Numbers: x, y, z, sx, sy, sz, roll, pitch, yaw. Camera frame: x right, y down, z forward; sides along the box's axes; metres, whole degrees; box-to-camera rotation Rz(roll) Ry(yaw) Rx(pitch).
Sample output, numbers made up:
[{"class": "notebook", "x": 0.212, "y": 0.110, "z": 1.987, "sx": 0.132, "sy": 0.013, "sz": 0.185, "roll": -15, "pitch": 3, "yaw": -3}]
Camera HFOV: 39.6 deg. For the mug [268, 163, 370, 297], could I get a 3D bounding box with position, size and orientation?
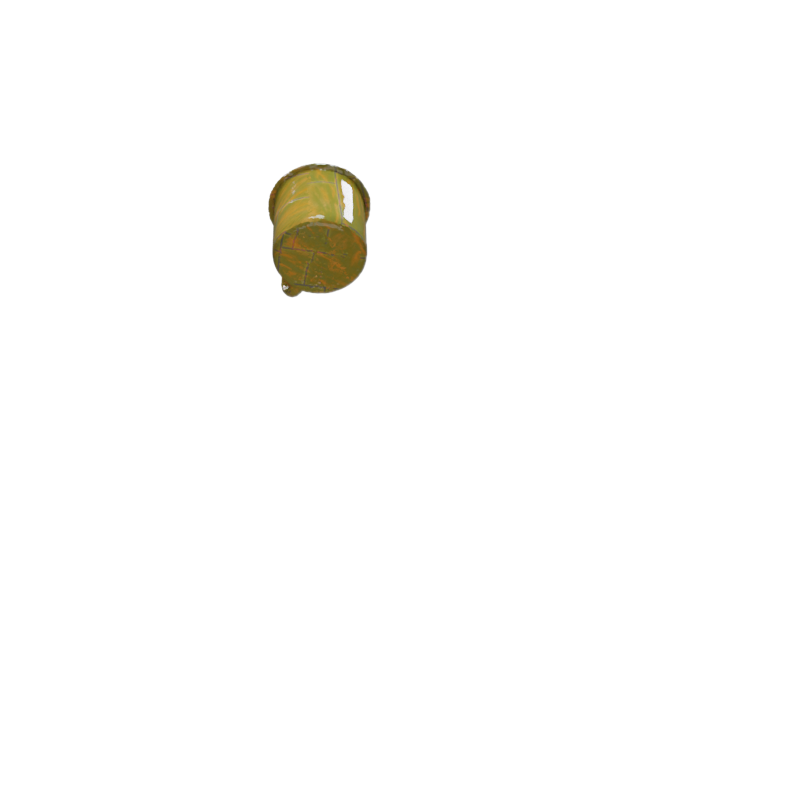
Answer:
[{"class": "mug", "x": -0.077, "y": -0.140, "z": 0.980, "sx": 0.090, "sy": 0.113, "sz": 0.087, "roll": 23, "pitch": 35, "yaw": -19}]
